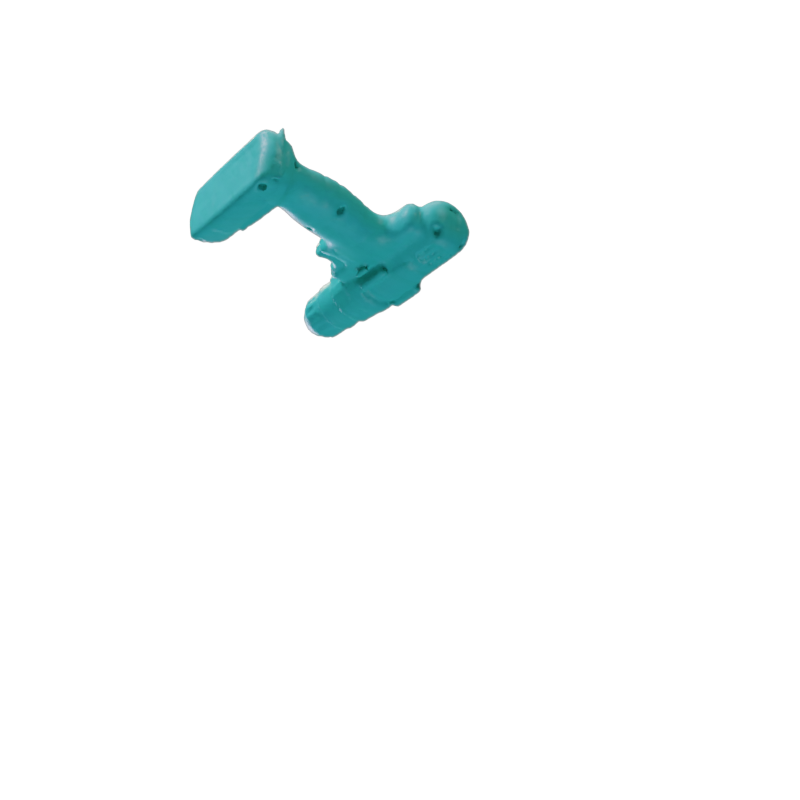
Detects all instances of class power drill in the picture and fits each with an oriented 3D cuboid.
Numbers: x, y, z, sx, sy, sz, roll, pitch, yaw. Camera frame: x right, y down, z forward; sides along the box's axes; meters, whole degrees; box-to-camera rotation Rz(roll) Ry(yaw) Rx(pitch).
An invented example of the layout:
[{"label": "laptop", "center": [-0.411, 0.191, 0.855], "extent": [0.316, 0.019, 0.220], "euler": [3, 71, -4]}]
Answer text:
[{"label": "power drill", "center": [-0.069, -0.125, 0.876], "extent": [0.177, 0.061, 0.182], "euler": [24, -41, -31]}]
